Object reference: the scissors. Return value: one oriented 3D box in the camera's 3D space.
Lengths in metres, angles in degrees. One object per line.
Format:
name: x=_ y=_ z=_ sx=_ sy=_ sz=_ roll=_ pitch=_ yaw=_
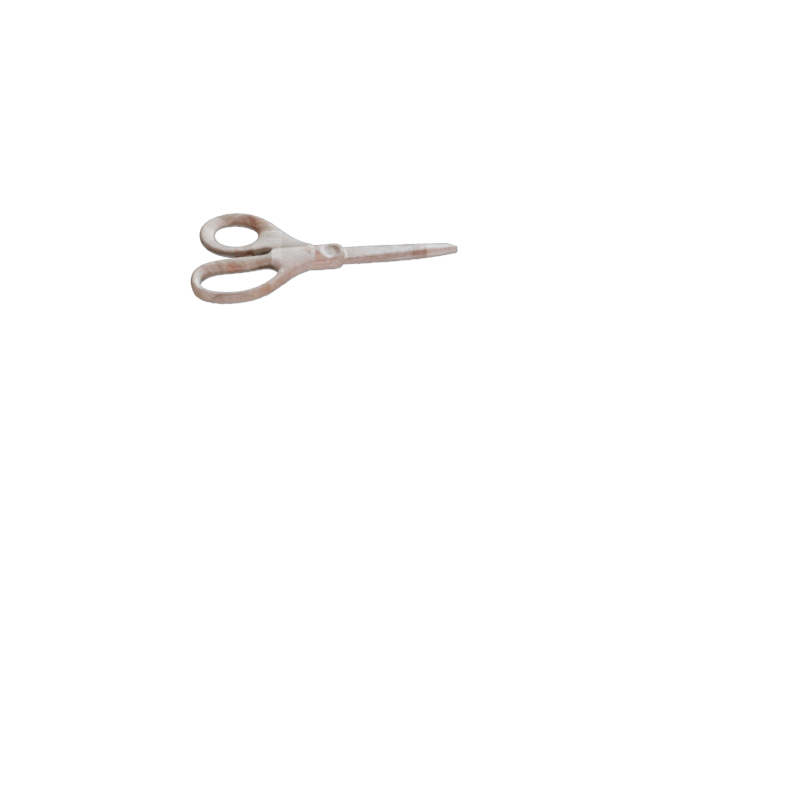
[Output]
scissors: x=-0.067 y=-0.122 z=0.853 sx=0.200 sy=0.104 sz=0.015 roll=-17 pitch=-39 yaw=-14
